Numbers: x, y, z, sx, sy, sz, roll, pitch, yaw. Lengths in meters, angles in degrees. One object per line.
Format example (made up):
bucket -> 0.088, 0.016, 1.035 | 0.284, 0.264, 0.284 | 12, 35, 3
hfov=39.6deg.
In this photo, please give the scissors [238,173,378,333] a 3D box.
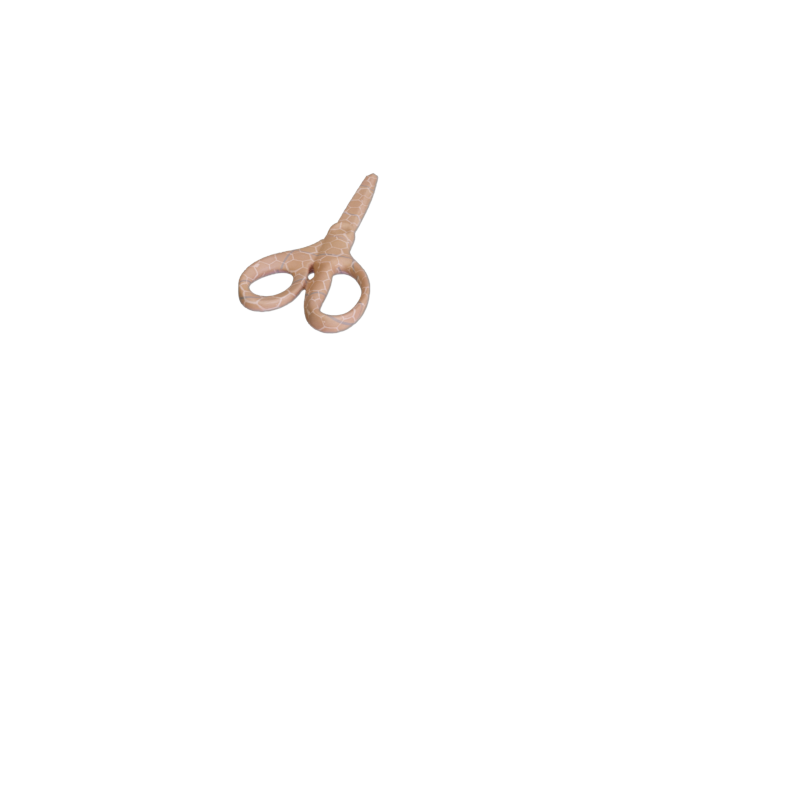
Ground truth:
scissors -> -0.061, -0.111, 0.781 | 0.096, 0.015, 0.215 | -1, 37, -1
